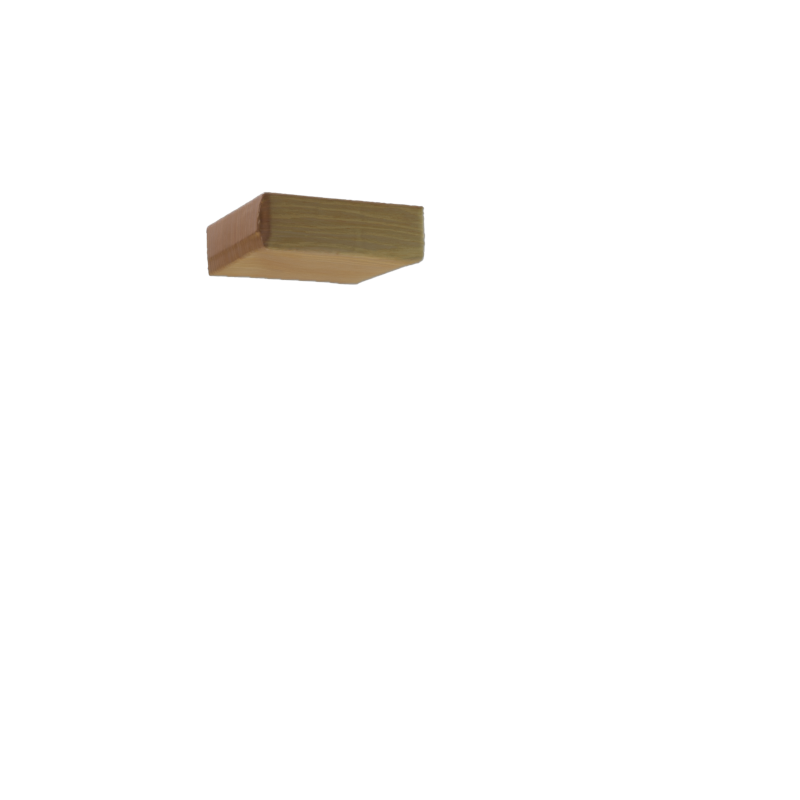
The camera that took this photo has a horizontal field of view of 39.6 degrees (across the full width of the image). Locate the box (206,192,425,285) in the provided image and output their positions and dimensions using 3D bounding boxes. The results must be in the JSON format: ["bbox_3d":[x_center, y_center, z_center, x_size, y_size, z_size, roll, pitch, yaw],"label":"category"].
[{"bbox_3d":[-0.054,-0.099,0.695,0.109,0.040,0.091,3,-6,-29],"label":"box"}]
